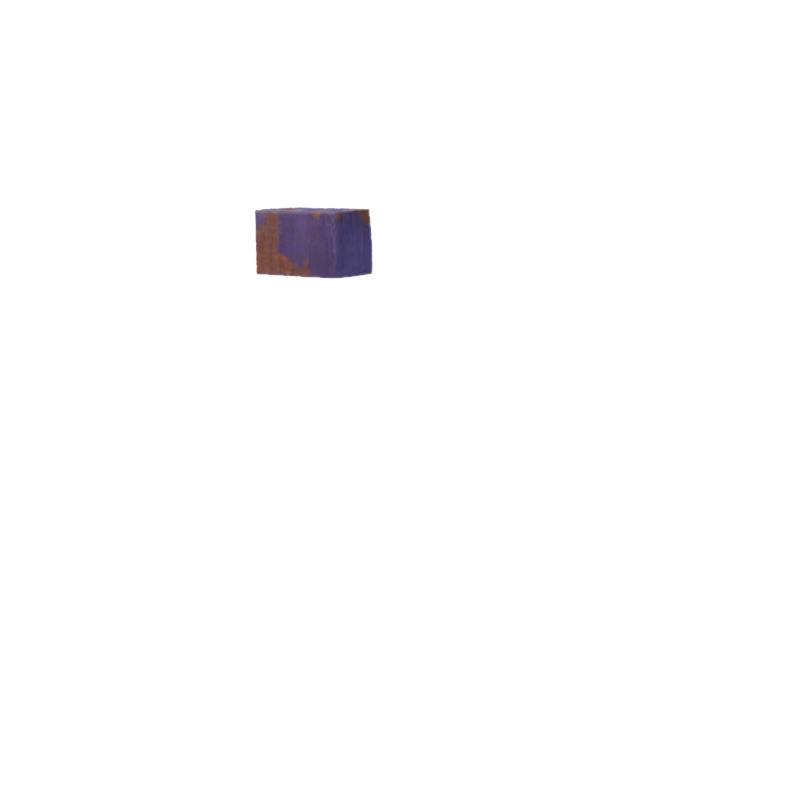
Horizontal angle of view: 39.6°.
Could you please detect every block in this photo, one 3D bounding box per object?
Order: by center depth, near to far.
[{"bbox_3d":[-0.068,-0.123,0.863,0.081,0.051,0.051,6,9,30],"label":"block"}]
